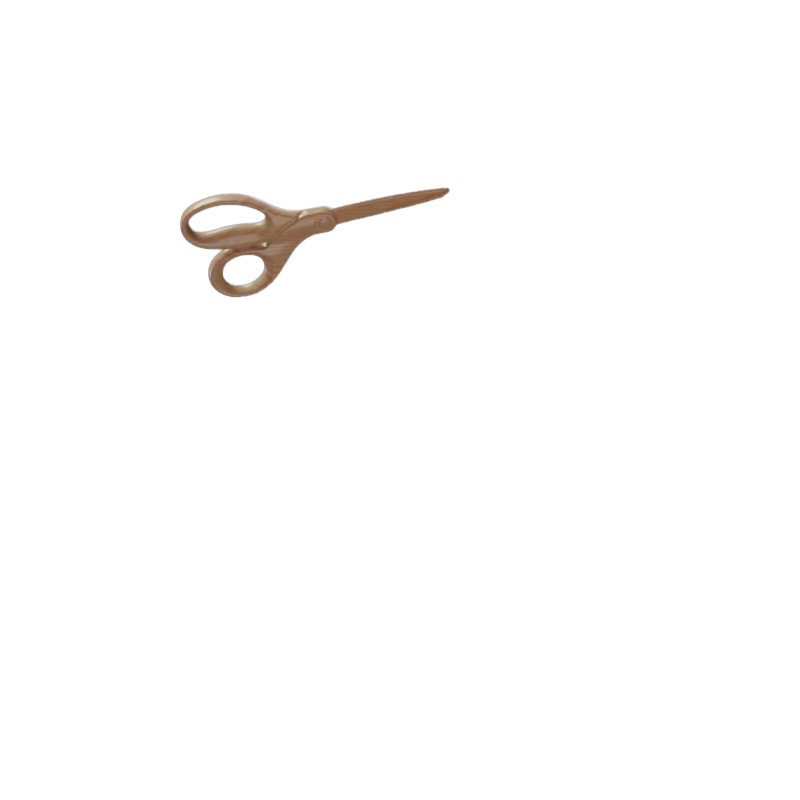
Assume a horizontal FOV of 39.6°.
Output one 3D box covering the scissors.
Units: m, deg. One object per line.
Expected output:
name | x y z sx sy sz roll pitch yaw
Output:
scissors | -0.066 -0.121 0.845 0.201 0.090 0.017 1 34 -1
